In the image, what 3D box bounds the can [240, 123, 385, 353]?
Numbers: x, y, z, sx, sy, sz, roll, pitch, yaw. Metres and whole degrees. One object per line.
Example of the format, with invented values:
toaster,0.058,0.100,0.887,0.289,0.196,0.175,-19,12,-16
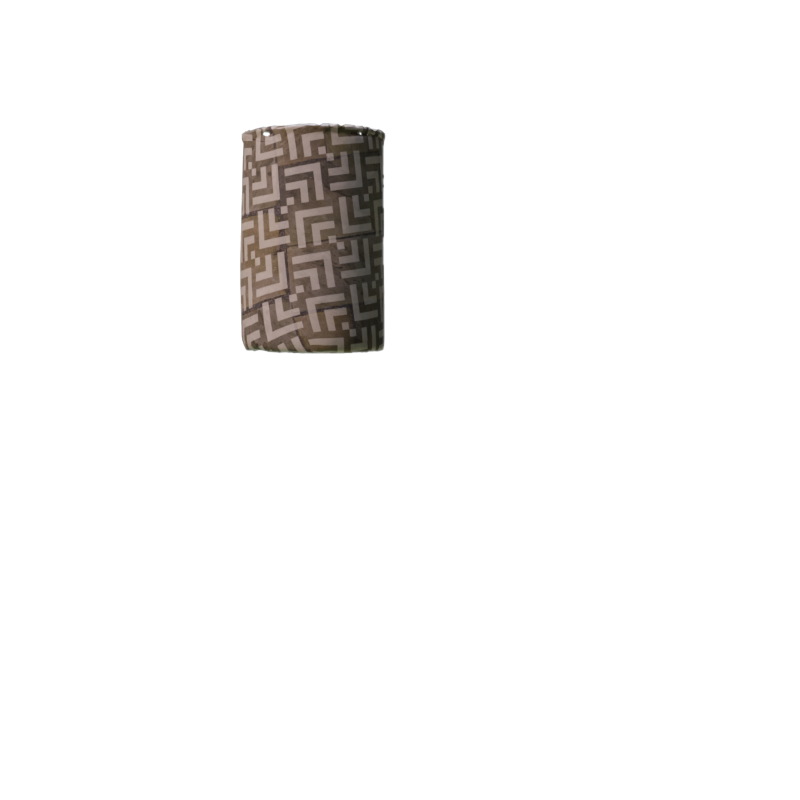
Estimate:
can,-0.041,-0.074,0.521,0.068,0.103,0.068,0,-1,-2
